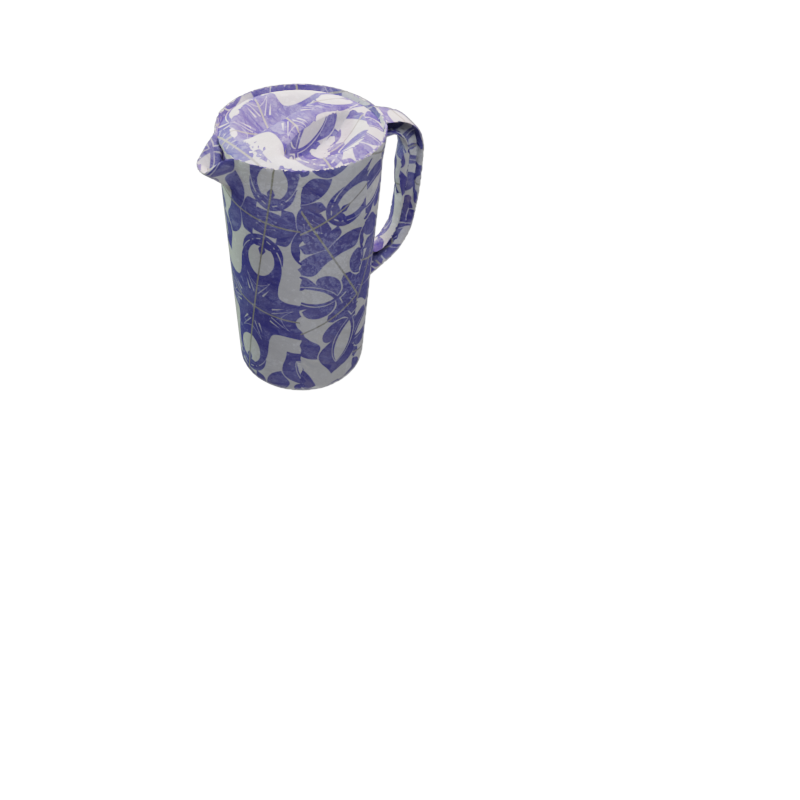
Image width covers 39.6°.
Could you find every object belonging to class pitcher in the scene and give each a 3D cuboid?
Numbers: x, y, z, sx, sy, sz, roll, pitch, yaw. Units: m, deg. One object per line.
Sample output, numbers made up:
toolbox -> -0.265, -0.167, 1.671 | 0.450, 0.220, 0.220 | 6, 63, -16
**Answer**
pitcher -> -0.072, -0.131, 0.919 | 0.153, 0.227, 0.151 | 13, 42, 12
